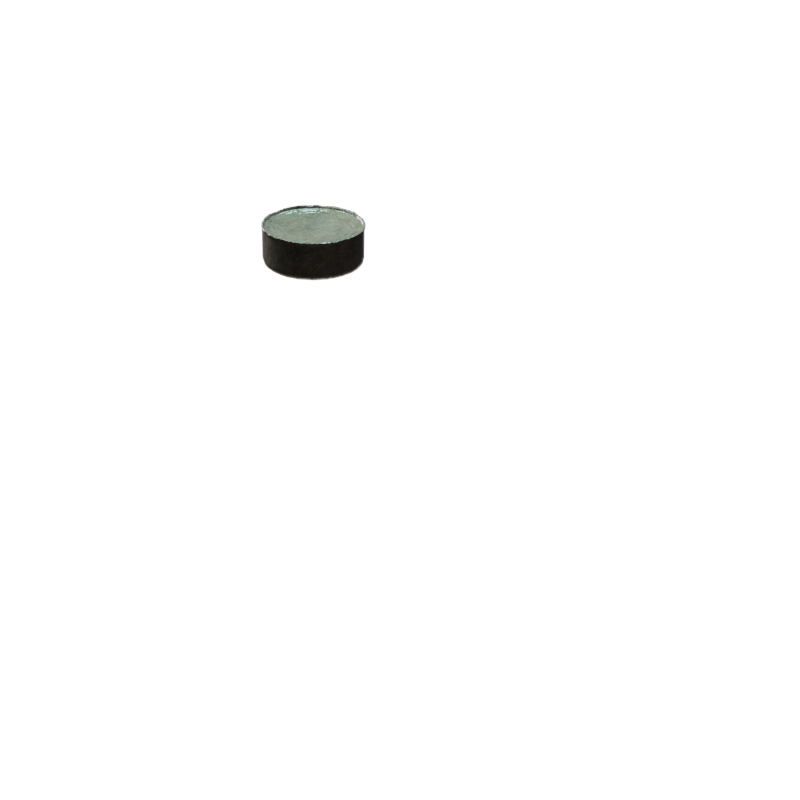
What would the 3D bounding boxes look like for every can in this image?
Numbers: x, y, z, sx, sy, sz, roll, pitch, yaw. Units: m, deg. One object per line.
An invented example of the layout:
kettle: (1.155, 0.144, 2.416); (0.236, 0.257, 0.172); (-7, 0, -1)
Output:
can: (-0.072, -0.131, 0.918); (0.086, 0.032, 0.091); (-1, 29, -2)
